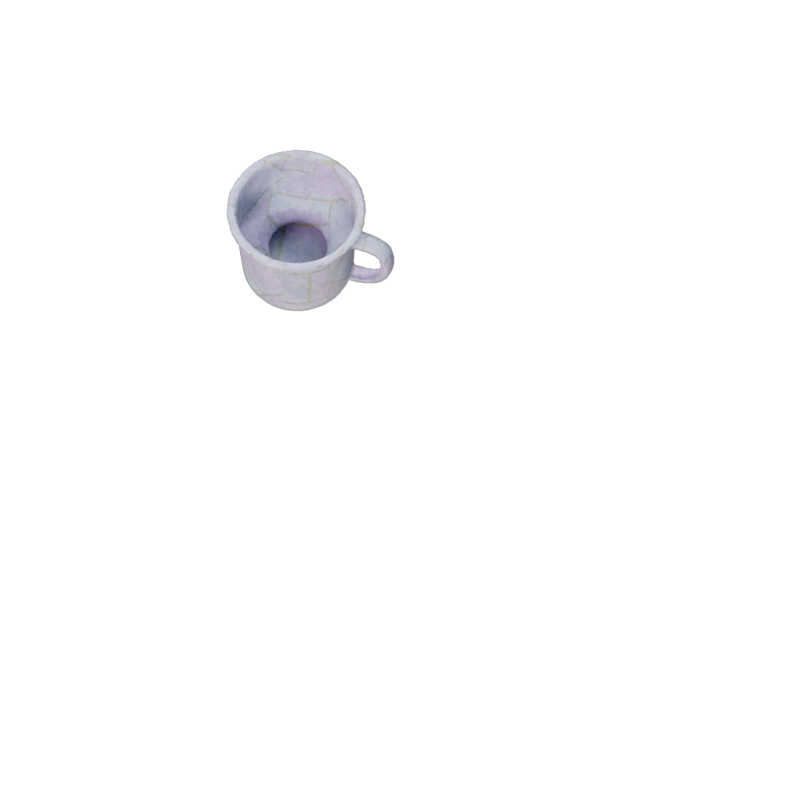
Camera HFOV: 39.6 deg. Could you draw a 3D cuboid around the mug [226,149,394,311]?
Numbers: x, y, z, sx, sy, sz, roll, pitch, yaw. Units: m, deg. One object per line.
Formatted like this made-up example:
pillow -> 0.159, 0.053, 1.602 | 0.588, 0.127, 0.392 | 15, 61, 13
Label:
mug -> -0.060, -0.110, 0.772 | 0.119, 0.097, 0.077 | 16, -24, 6
